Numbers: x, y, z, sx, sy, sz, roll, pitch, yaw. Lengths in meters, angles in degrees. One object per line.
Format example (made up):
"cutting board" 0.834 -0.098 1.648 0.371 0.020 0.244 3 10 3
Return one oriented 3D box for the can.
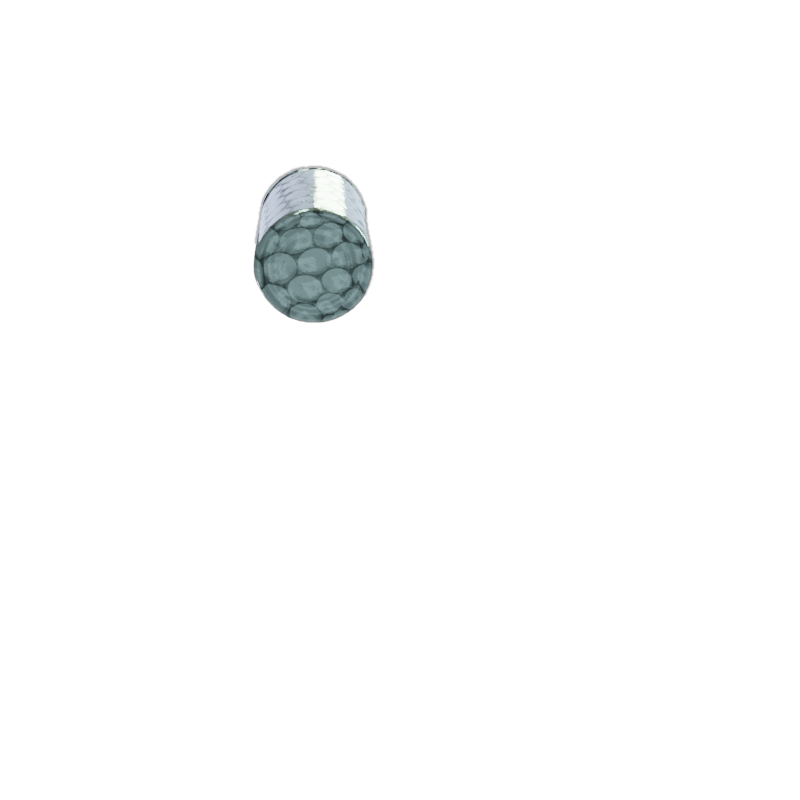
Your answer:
"can" -0.052 -0.094 0.660 0.068 0.066 0.107 0 22 -3
